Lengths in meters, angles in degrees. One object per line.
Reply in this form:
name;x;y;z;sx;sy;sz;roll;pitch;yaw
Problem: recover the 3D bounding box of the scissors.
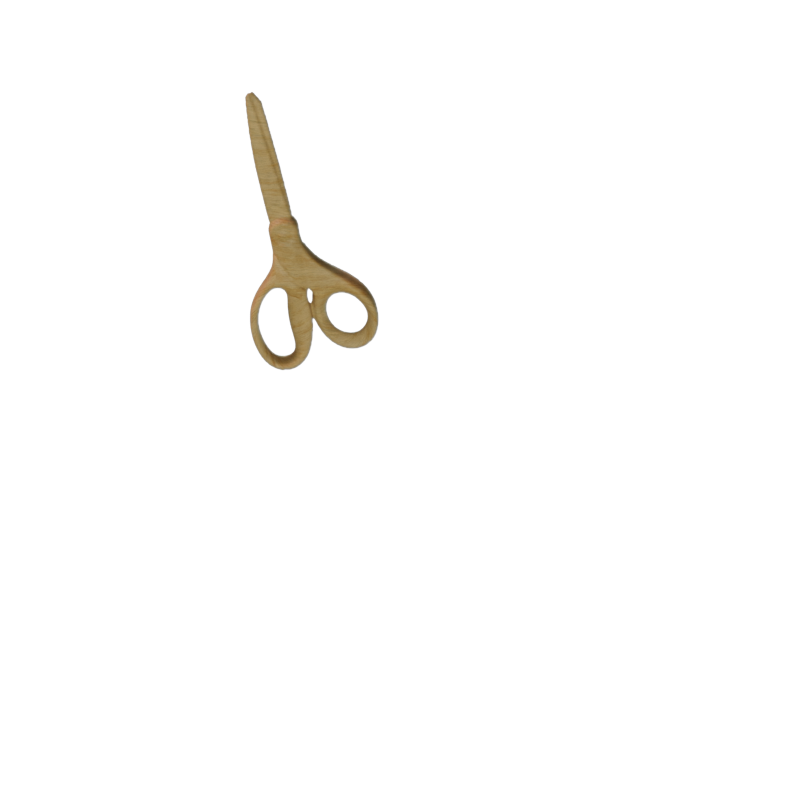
scissors;-0.056;-0.103;0.721;0.096;0.190;0.017;5;32;-3
